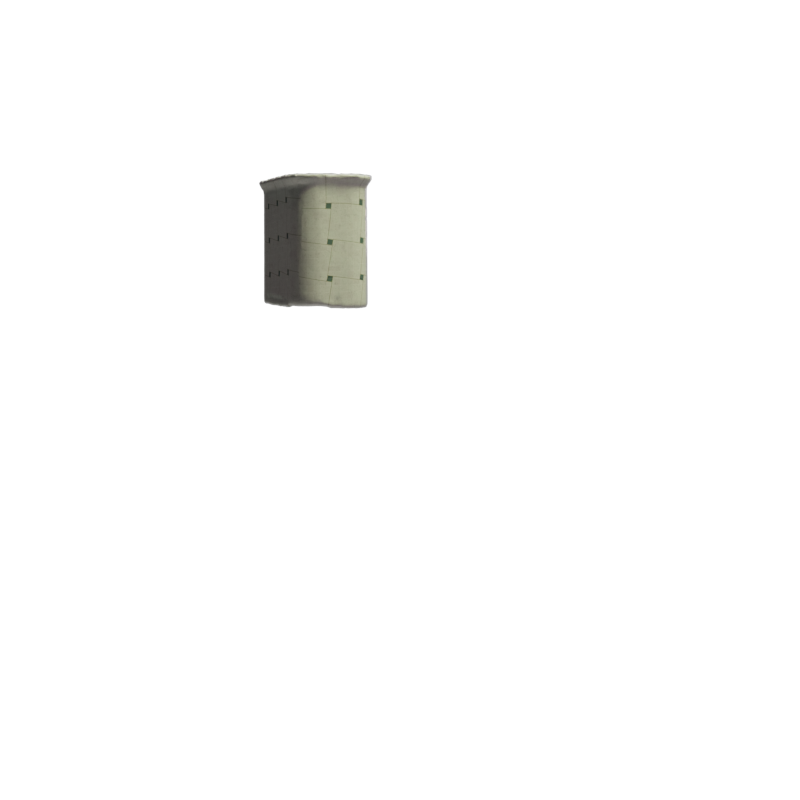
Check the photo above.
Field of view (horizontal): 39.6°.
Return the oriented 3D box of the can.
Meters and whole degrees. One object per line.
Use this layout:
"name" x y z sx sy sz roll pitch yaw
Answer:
"can" -0.057 -0.104 0.728 0.056 0.084 0.105 -1 4 -19
